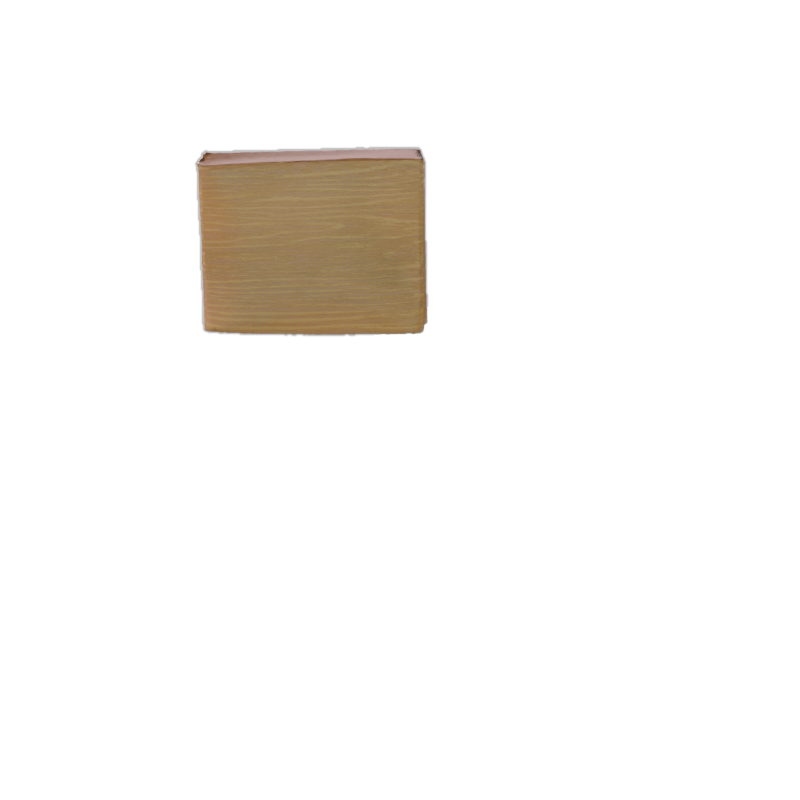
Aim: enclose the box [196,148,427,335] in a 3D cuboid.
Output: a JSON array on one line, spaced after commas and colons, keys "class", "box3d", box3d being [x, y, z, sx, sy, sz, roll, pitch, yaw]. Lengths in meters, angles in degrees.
[{"class": "box", "box3d": [-0.044, -0.079, 0.557, 0.113, 0.087, 0.040, -1, 14, 0]}]
